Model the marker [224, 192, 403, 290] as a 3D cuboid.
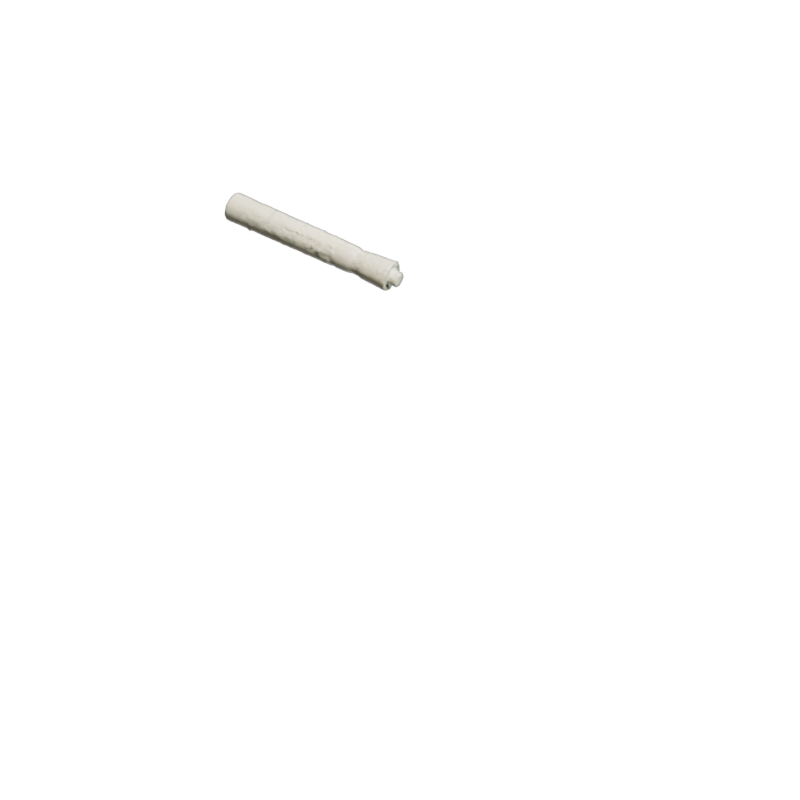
[{"bbox_3d":[-0.052,-0.096,0.670,0.127,0.019,0.019,26,14,23],"label":"marker"}]
